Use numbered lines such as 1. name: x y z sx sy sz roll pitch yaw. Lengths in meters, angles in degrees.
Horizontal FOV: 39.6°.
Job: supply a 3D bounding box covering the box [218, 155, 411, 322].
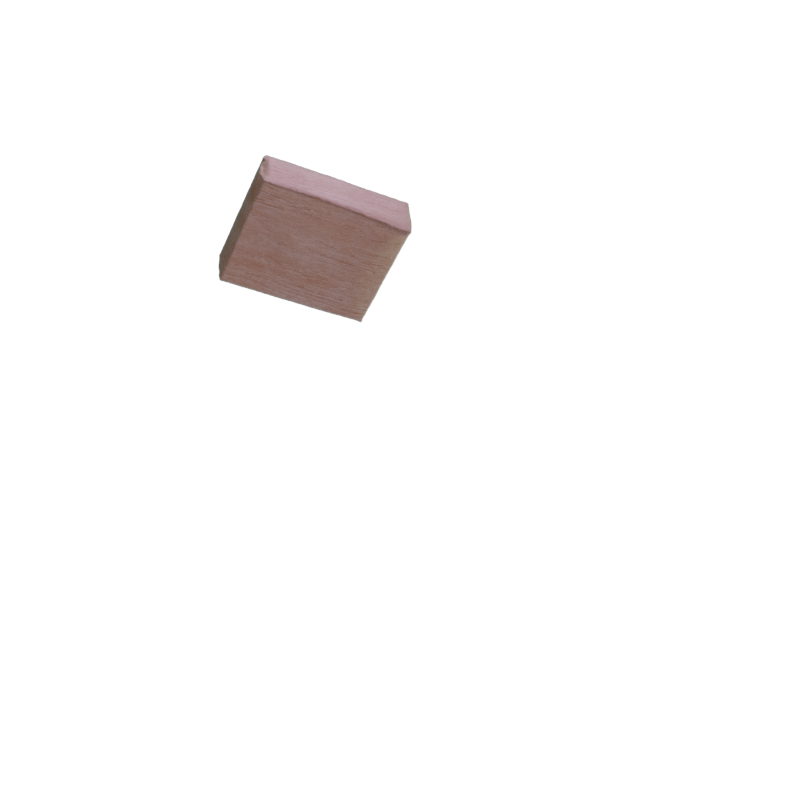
1. box: -0.061 -0.111 0.776 0.110 0.086 0.042 19 36 -15
